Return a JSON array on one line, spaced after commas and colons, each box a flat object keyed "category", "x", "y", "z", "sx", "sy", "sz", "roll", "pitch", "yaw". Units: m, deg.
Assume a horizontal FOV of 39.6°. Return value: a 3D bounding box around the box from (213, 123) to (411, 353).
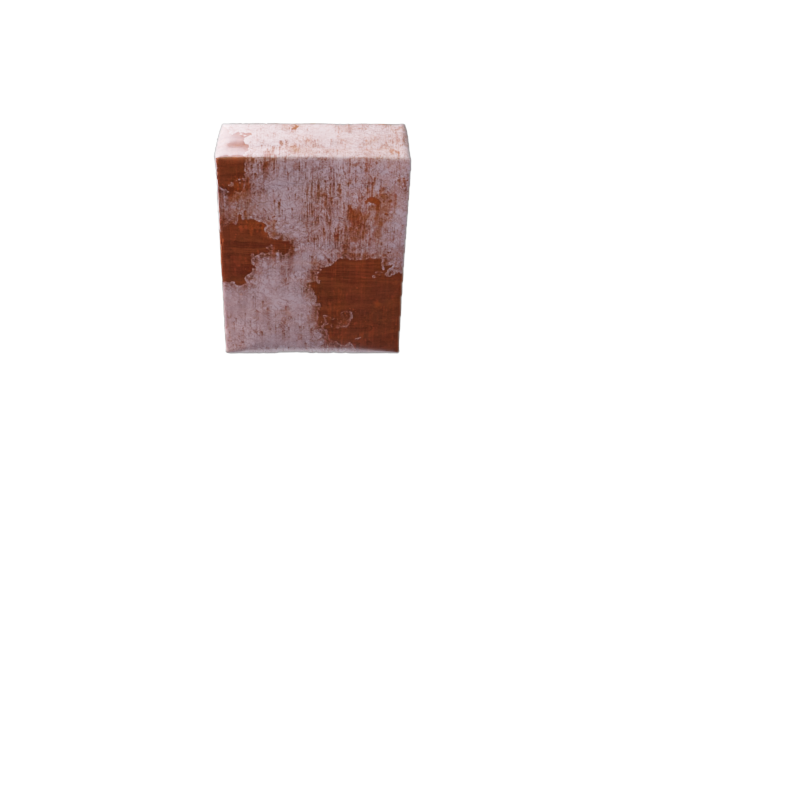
[{"category": "box", "x": -0.078, "y": -0.142, "z": 0.993, "sx": 0.164, "sy": 0.200, "sz": 0.077, "roll": 1, "pitch": 38, "yaw": -1}]
